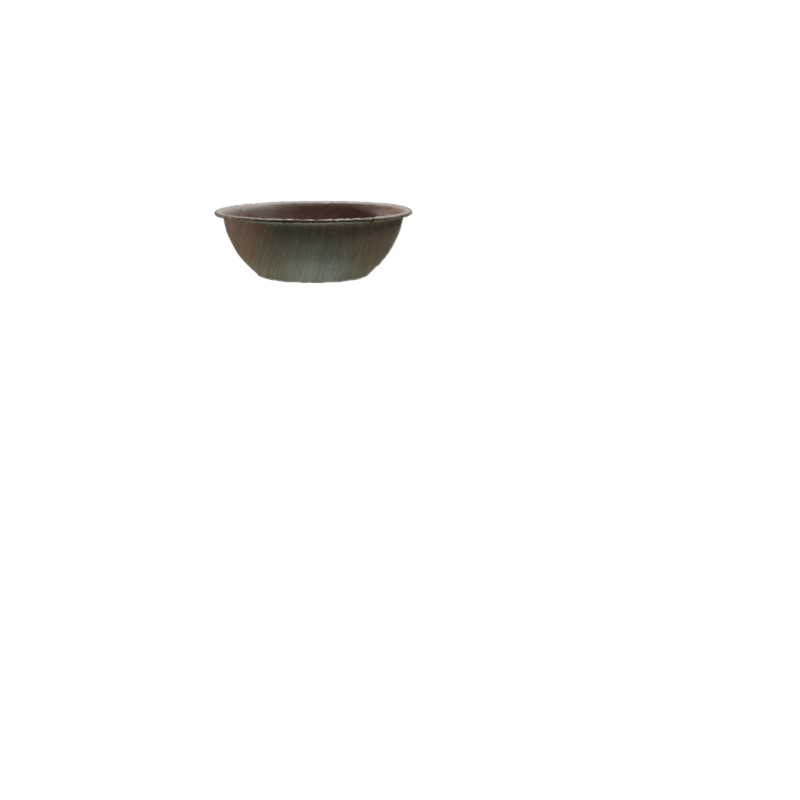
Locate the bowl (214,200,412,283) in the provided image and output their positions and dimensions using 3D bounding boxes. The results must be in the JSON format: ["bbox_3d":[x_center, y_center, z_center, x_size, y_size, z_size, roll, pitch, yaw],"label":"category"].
[{"bbox_3d":[-0.071,-0.130,0.907,0.162,0.054,0.167,0,14,-2],"label":"bowl"}]
